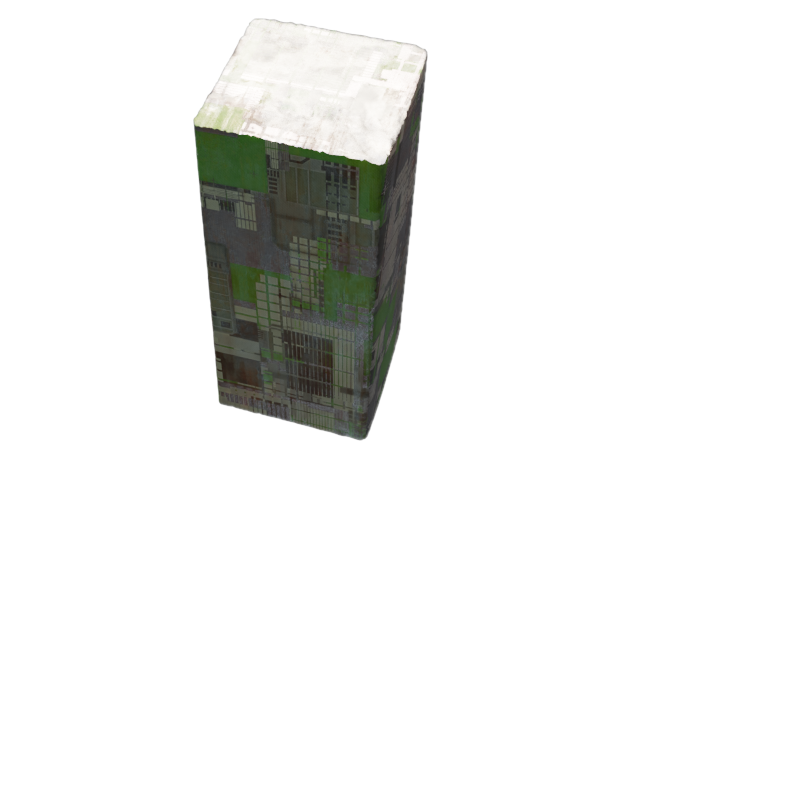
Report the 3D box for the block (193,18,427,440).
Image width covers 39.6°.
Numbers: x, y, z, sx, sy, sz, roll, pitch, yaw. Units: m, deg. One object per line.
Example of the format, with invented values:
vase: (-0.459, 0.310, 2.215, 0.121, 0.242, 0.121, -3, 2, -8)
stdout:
block: (-0.045, -0.083, 0.580, 0.092, 0.095, 0.192, 13, -40, 7)
